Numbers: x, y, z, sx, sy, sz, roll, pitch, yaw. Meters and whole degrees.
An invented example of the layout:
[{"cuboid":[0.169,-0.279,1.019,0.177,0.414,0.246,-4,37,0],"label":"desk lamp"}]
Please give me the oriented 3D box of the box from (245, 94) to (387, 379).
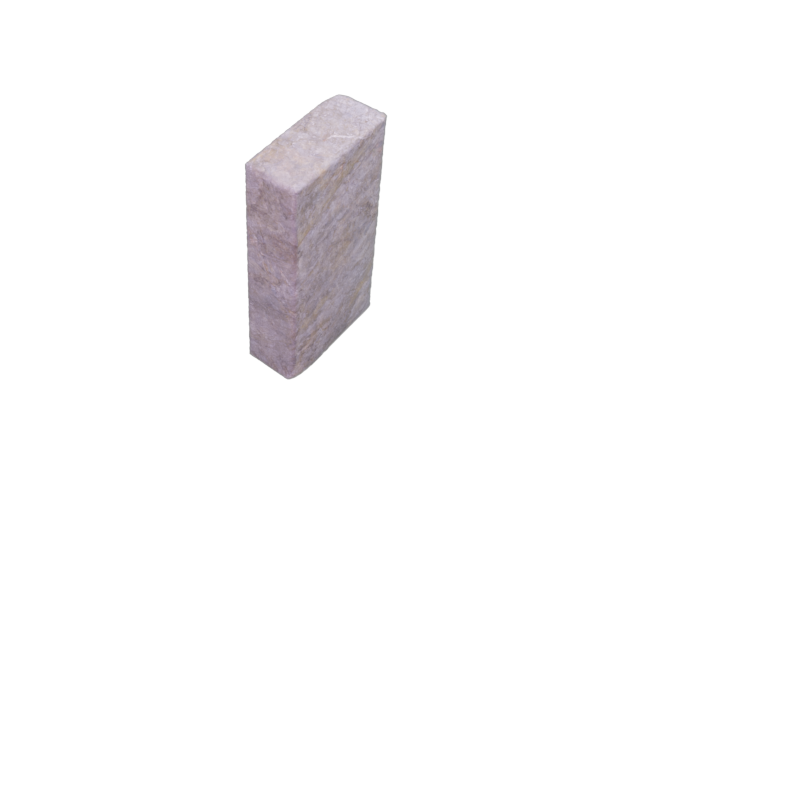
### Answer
[{"cuboid":[-0.056,-0.102,0.715,0.050,0.164,0.095,29,52,21],"label":"box"}]
